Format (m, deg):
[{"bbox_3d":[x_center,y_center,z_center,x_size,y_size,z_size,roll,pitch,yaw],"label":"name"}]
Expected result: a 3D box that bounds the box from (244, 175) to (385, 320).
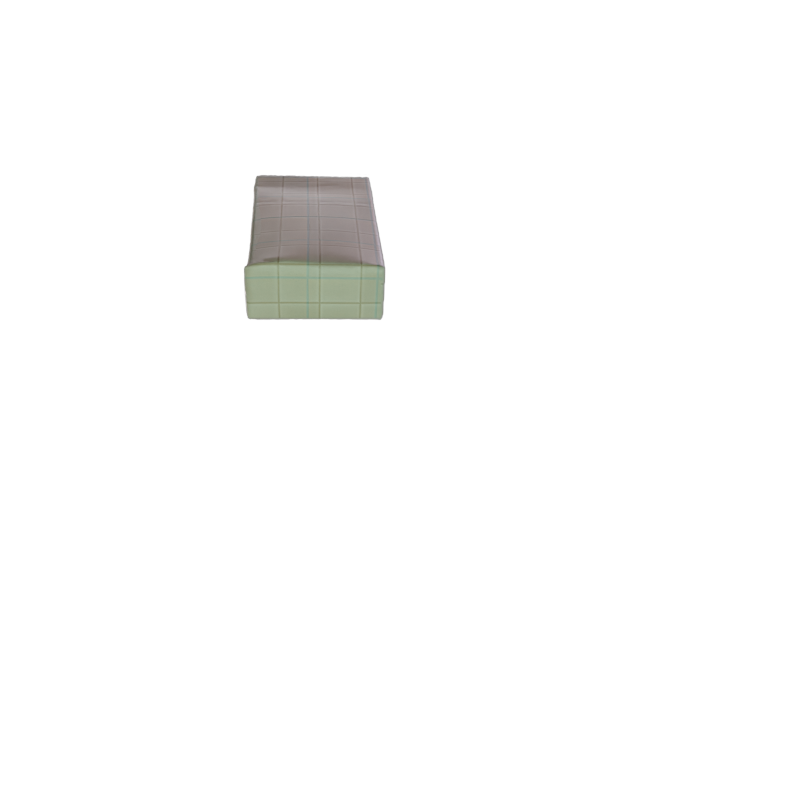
[{"bbox_3d":[-0.063,-0.115,0.804,0.093,0.046,0.186,0,27,-4],"label":"box"}]
